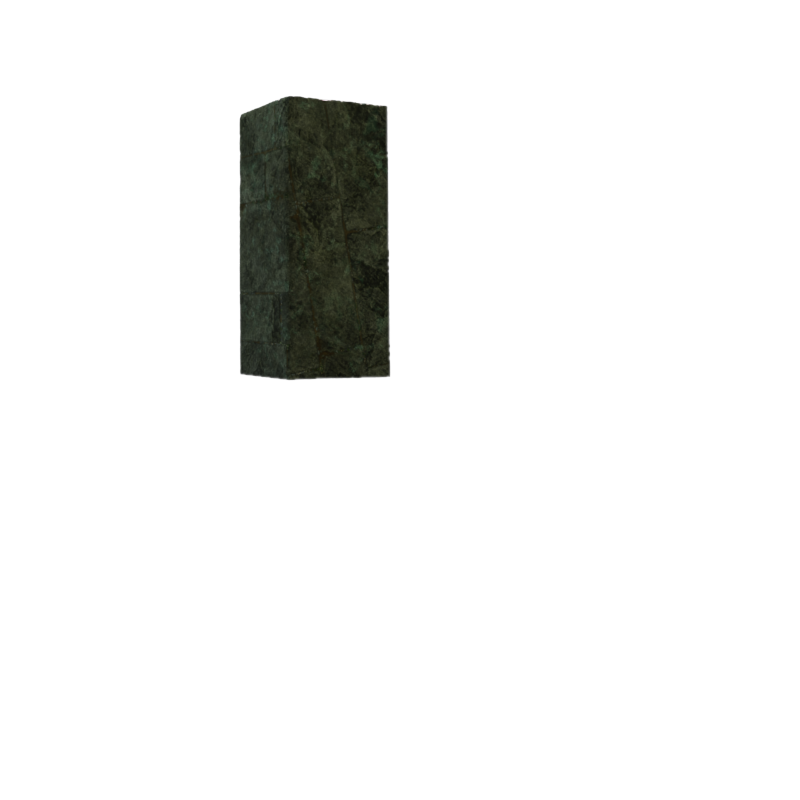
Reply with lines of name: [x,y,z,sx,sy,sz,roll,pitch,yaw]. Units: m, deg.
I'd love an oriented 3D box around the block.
block: [-0.068,-0.123,0.858,0.087,0.208,0.093,1,-3,-30]
